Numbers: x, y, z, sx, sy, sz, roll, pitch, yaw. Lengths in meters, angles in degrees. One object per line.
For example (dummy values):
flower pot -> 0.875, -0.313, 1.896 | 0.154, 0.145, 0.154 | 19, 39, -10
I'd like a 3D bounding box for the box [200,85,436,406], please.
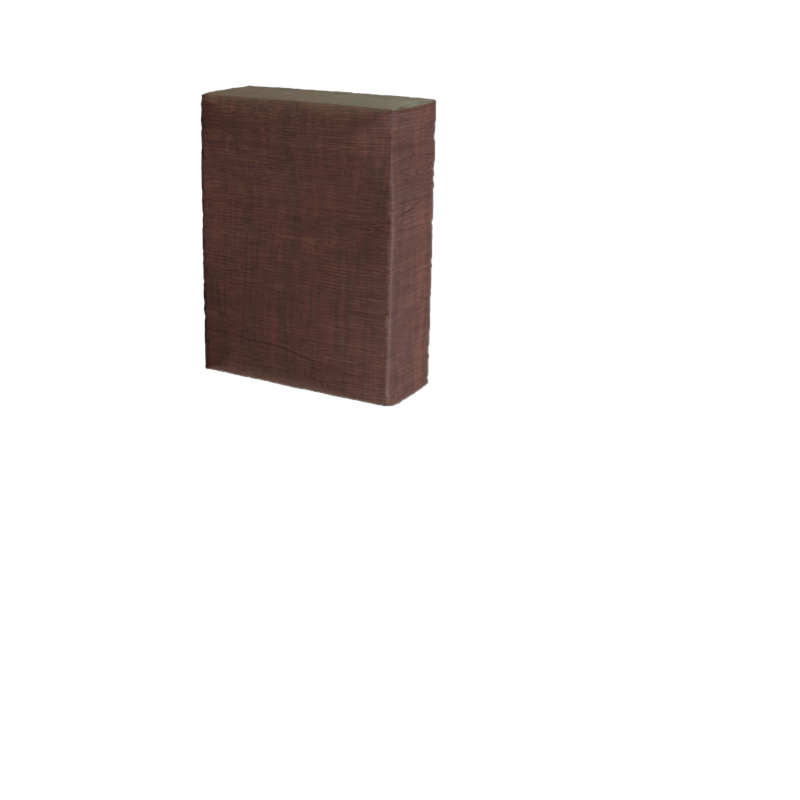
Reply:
box -> -0.063, -0.116, 0.809 | 0.171, 0.206, 0.071 | 11, 18, 29
